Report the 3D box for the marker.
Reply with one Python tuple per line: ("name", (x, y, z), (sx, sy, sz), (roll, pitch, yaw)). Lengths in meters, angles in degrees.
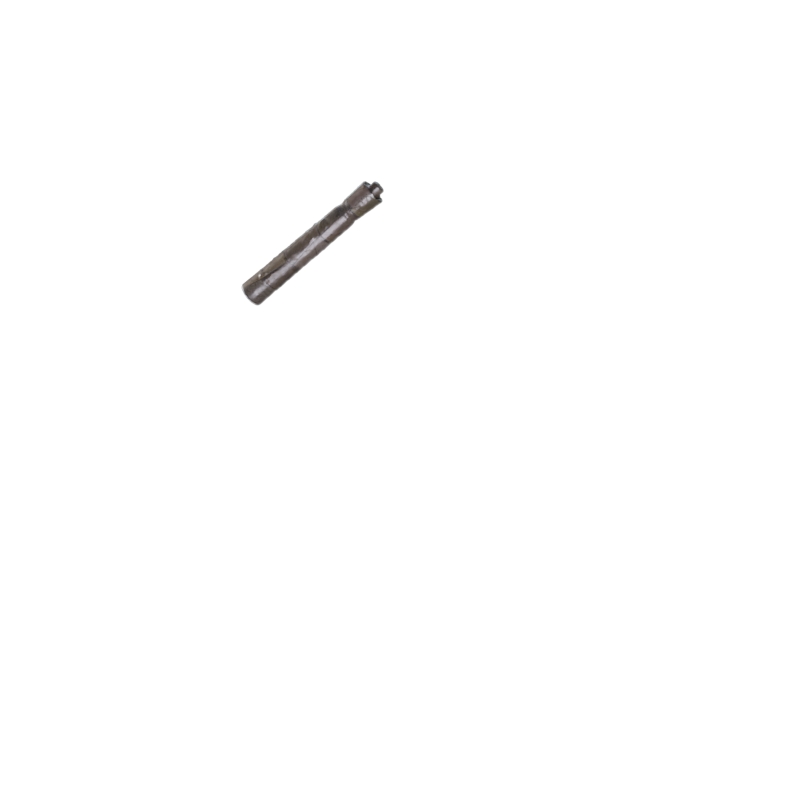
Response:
("marker", (-0.059, -0.108, 0.758), (0.120, 0.020, 0.019), (-38, -9, 17))
